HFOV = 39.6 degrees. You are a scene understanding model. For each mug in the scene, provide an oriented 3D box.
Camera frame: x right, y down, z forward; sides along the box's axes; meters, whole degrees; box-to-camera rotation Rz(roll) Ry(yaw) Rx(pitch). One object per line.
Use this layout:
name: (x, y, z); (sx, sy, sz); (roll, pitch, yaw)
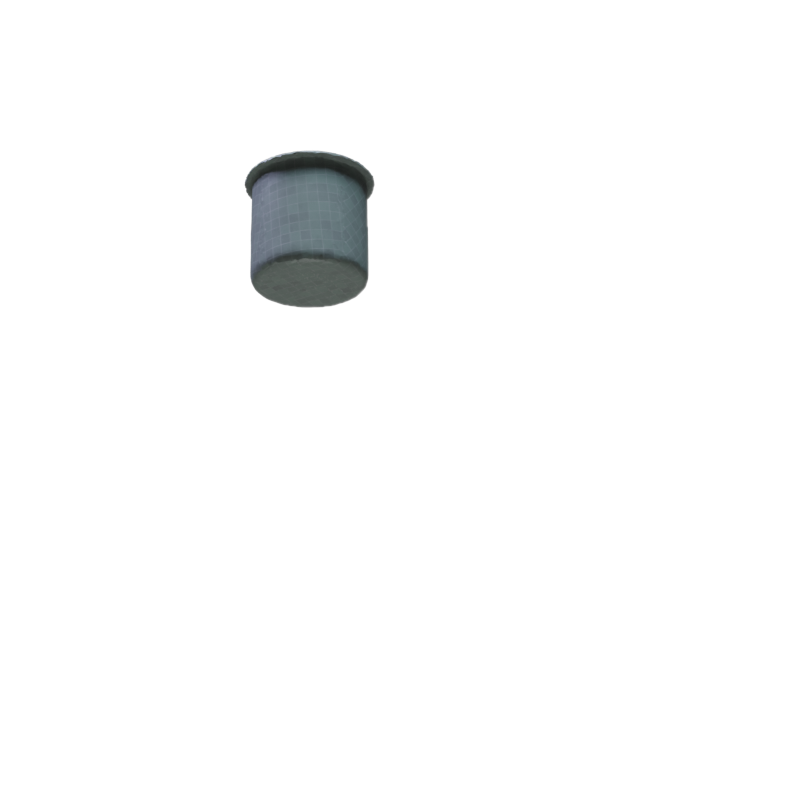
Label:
mug: (-0.062, -0.112, 0.788); (0.094, 0.086, 0.110); (-5, -23, 9)
